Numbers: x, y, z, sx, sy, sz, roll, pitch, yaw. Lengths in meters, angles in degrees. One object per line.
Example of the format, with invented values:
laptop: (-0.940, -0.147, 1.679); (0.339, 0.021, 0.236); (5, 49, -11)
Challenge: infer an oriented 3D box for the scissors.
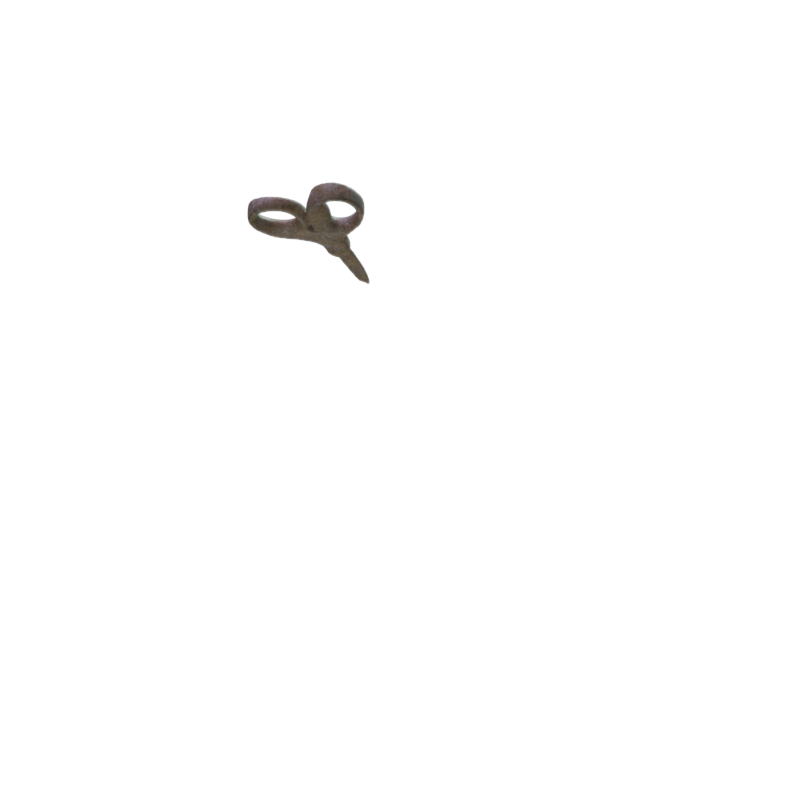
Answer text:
scissors: (-0.069, -0.126, 0.880); (0.096, 0.016, 0.194); (1, -14, -3)
